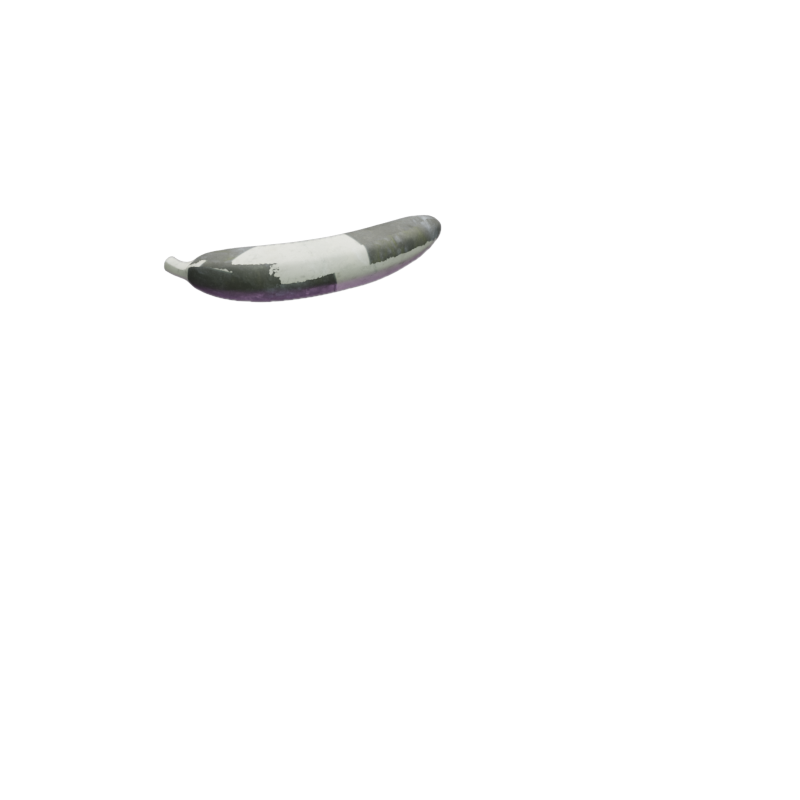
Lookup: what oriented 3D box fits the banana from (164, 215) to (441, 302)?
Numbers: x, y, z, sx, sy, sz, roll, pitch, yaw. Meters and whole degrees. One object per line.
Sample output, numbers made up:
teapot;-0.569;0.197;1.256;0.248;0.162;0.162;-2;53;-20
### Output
banana;-0.058;-0.097;0.750;0.195;0.034;0.075;-9;37;-12
